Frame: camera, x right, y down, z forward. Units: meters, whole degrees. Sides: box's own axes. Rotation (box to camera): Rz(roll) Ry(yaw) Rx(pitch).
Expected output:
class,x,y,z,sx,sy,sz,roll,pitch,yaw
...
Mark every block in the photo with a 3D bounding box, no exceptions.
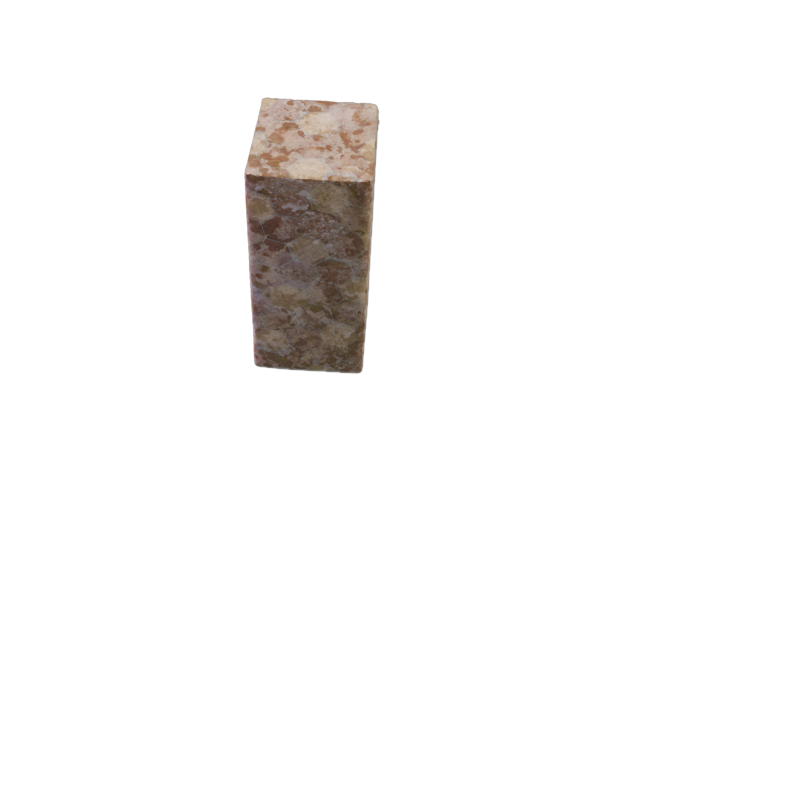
class,x,y,z,sx,sy,sz,roll,pitch,yaw
block,-0.066,-0.122,0.857,0.090,0.097,0.192,5,-42,1
